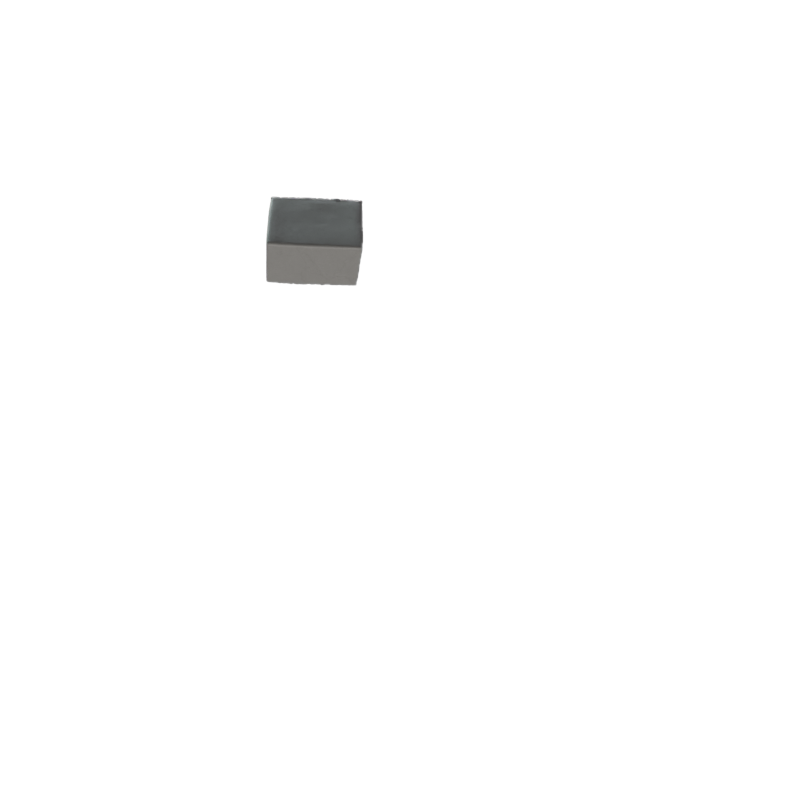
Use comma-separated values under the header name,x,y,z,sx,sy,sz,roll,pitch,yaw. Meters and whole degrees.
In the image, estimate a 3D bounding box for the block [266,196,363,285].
name,x,y,z,sx,sy,sz,roll,pitch,yaw
block,-0.071,-0.130,0.911,0.077,0.055,0.049,2,-35,-5
